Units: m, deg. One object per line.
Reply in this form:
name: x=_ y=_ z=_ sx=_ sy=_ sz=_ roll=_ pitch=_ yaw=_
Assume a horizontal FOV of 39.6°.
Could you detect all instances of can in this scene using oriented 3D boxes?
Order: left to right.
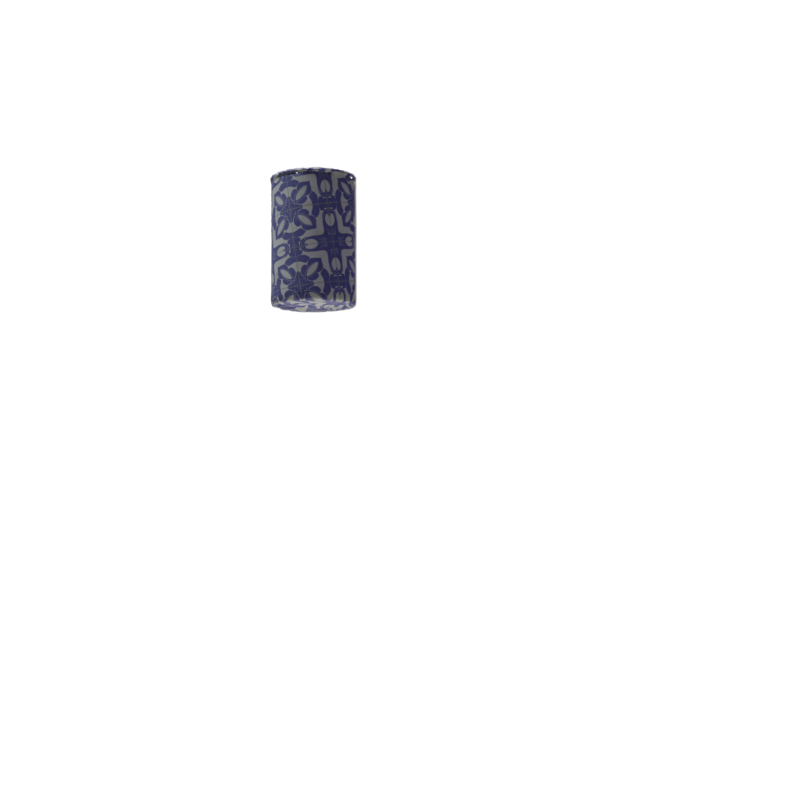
can: x=-0.067 y=-0.123 z=0.861 sx=0.068 sy=0.105 sz=0.067 roll=0 pitch=-9 yaw=-2
